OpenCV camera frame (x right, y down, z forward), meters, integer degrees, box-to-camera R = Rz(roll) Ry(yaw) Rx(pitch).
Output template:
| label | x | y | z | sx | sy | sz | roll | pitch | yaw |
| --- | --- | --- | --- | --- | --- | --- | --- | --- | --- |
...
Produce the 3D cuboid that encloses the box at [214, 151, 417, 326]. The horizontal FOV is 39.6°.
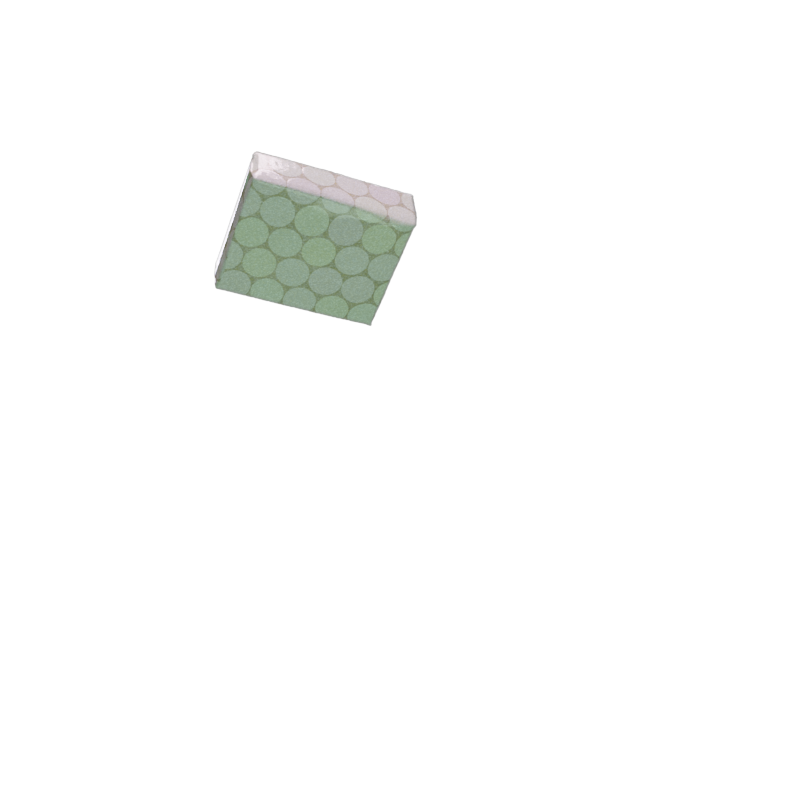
| label | x | y | z | sx | sy | sz | roll | pitch | yaw |
| --- | --- | --- | --- | --- | --- | --- | --- | --- | --- |
| box | -0.057 | -0.104 | 0.726 | 0.111 | 0.086 | 0.042 | 16 | 35 | -12 |
